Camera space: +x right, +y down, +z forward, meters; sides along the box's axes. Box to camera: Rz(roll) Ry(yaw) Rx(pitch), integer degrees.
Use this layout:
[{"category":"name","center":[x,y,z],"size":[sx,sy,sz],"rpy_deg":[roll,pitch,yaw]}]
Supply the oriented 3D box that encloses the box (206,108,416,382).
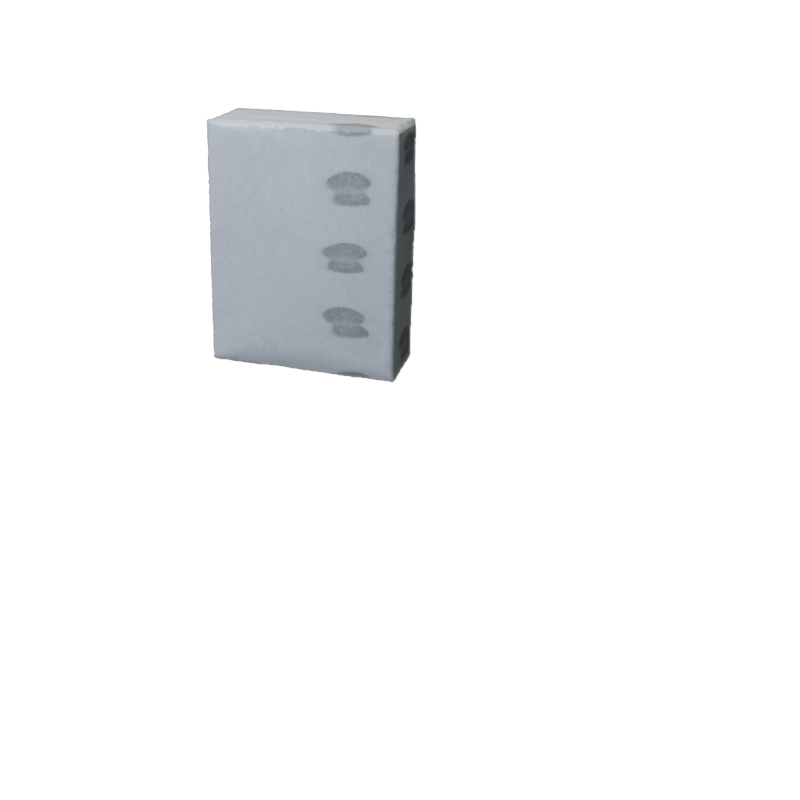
[{"category":"box","center":[-0.073,-0.134,0.936],"size":[0.168,0.205,0.073],"rpy_deg":[7,20,16]}]
